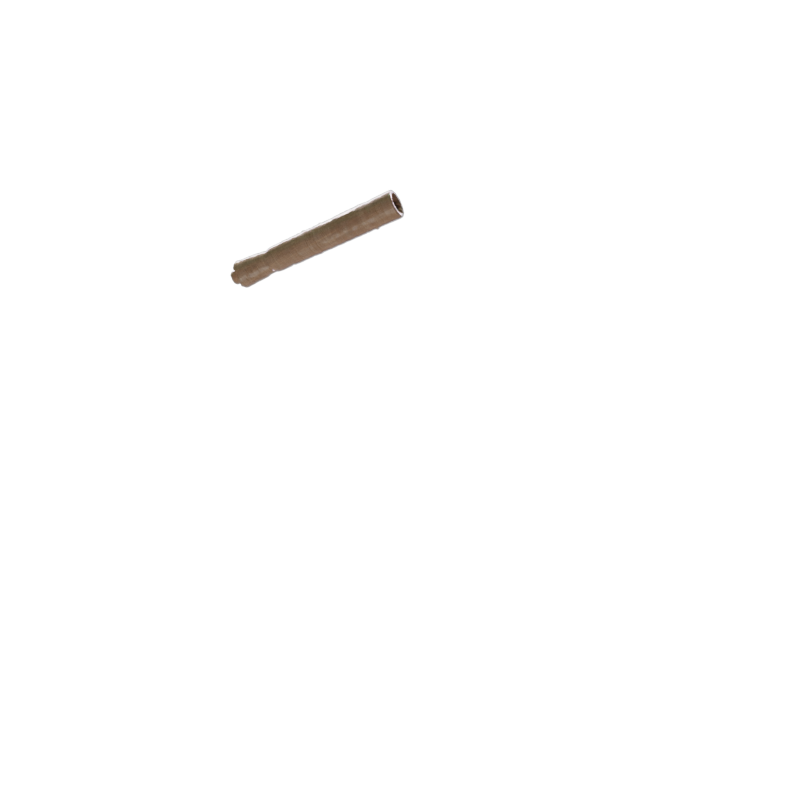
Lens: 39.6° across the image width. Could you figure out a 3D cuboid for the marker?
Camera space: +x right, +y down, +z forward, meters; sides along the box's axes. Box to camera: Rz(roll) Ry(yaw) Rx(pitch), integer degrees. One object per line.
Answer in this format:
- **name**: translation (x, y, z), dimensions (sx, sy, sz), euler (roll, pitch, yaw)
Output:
- **marker**: translation (-0.055, -0.100, 0.700), dimensions (0.121, 0.020, 0.019), euler (-21, -4, 21)
